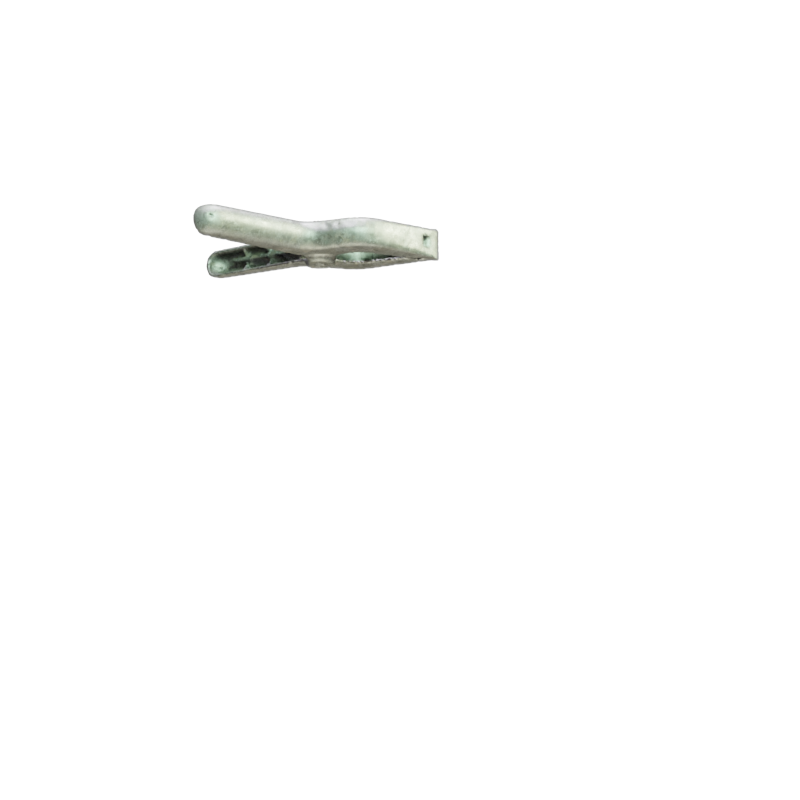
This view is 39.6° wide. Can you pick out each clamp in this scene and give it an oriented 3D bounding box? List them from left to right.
[{"bbox_3d":[-0.073,-0.133,0.934,0.211,0.037,0.159,0,-7,4],"label":"clamp"}]
